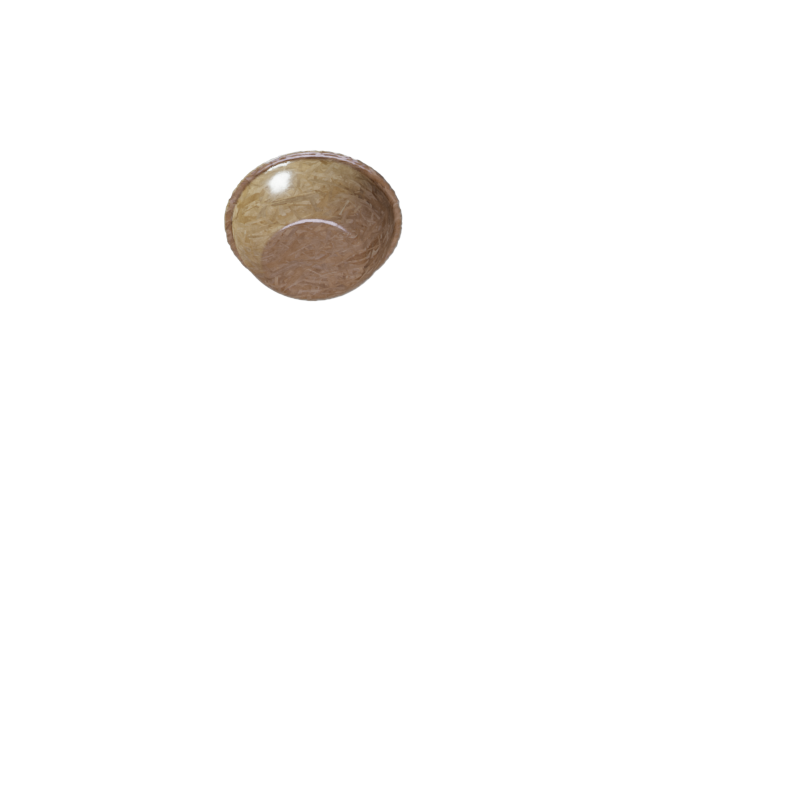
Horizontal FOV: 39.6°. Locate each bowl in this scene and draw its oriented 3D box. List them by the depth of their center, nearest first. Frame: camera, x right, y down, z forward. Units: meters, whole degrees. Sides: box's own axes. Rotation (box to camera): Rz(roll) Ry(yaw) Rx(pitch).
[{"bbox_3d":[-0.077,-0.141,0.986,0.162,0.151,0.059,1,42,-1],"label":"bowl"}]
